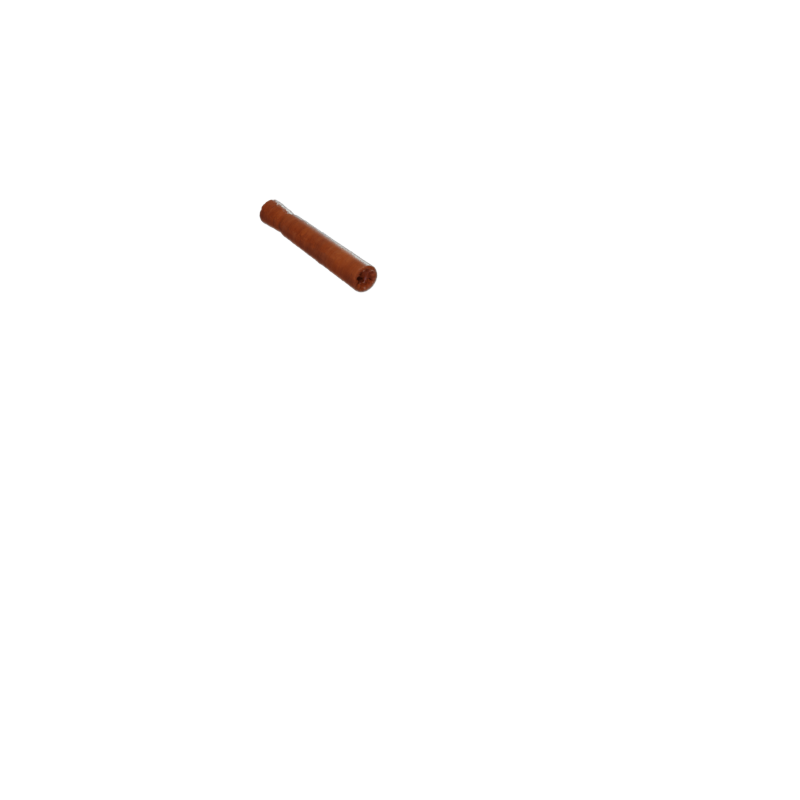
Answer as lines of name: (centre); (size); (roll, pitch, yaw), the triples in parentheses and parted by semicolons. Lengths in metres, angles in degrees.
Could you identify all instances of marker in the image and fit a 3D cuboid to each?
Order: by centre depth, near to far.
marker: (-0.058, -0.105, 0.736); (0.019, 0.019, 0.130); (-3, 29, -38)
